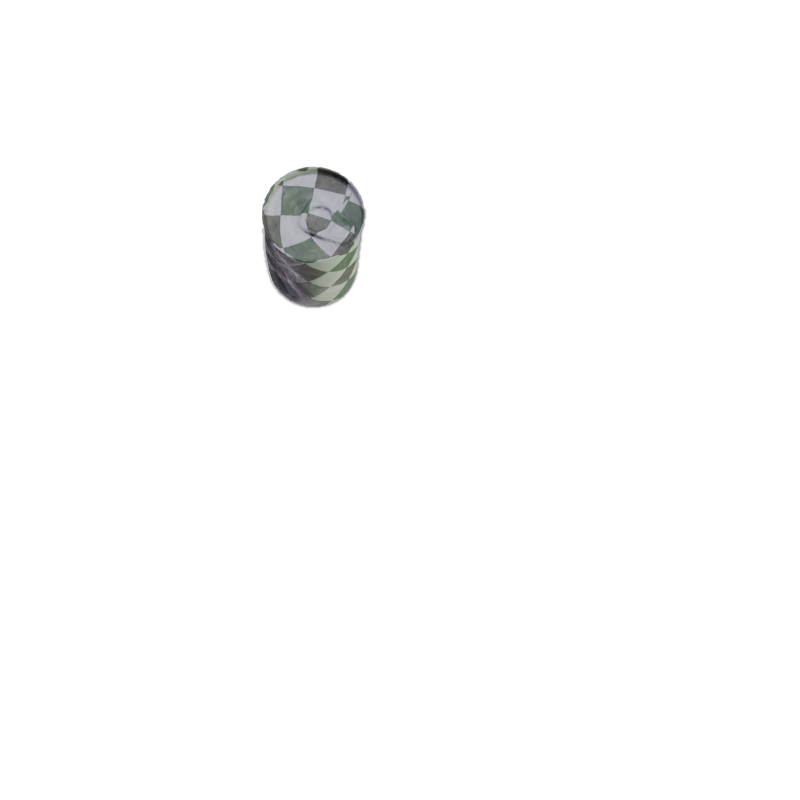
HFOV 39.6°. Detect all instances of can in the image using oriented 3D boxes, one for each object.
[{"bbox_3d":[-0.060,-0.110,0.773,0.068,0.072,0.098,0,-16,-3],"label":"can"}]
